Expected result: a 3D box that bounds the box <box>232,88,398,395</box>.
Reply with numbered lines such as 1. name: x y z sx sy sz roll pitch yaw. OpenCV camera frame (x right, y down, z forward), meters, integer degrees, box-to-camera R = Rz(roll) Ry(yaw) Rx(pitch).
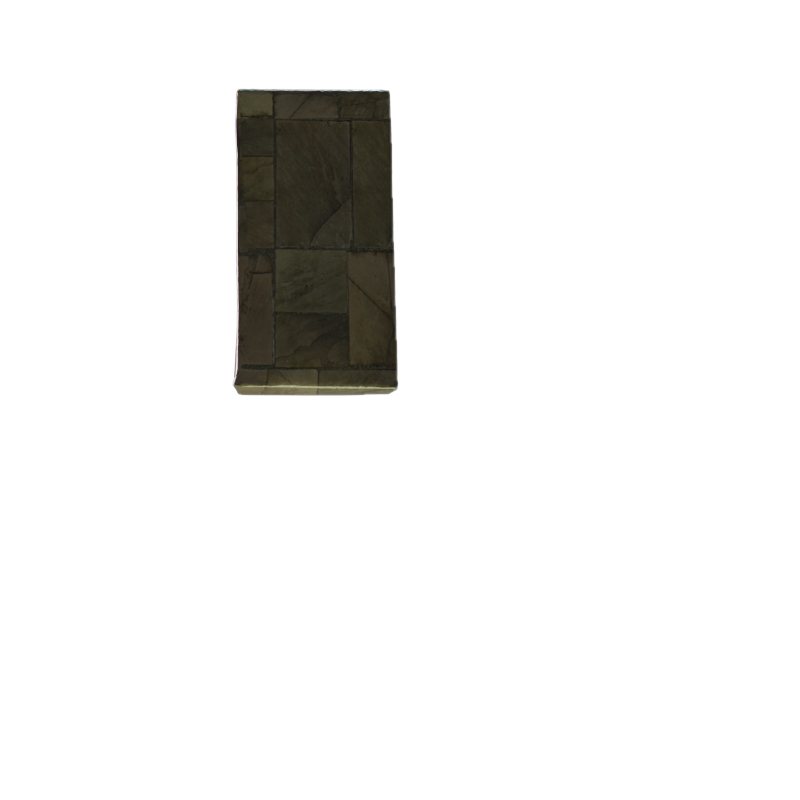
1. box: -0.051 -0.093 0.649 0.093 0.182 0.047 0 -13 -4
